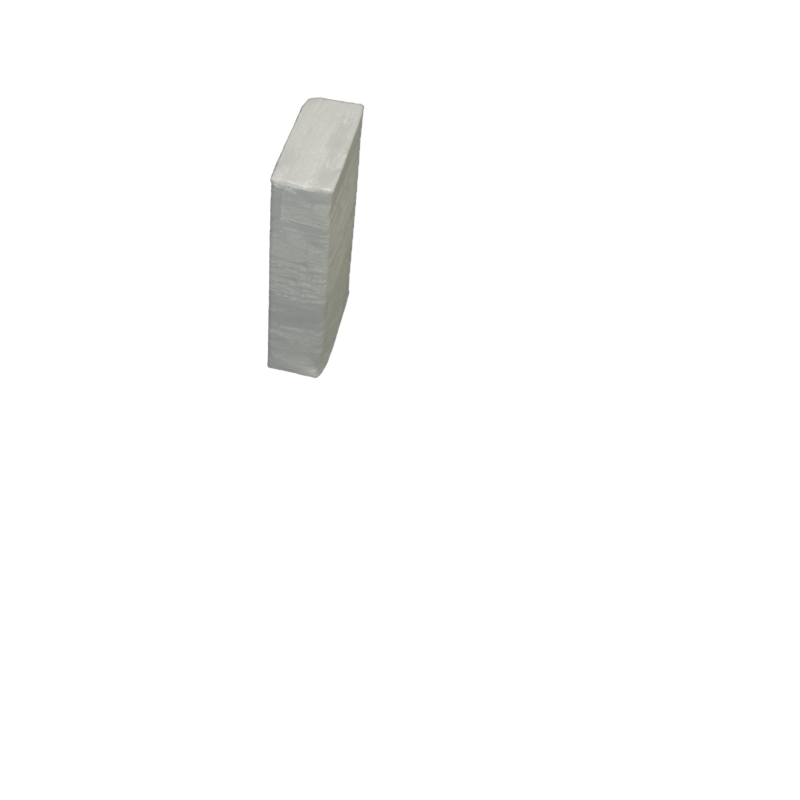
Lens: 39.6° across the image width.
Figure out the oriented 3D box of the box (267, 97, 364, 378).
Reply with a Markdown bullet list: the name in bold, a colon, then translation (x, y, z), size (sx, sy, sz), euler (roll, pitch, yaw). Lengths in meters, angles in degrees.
- **box**: translation (-0.059, -0.107, 0.747), size (0.049, 0.099, 0.164), euler (10, -43, 6)
